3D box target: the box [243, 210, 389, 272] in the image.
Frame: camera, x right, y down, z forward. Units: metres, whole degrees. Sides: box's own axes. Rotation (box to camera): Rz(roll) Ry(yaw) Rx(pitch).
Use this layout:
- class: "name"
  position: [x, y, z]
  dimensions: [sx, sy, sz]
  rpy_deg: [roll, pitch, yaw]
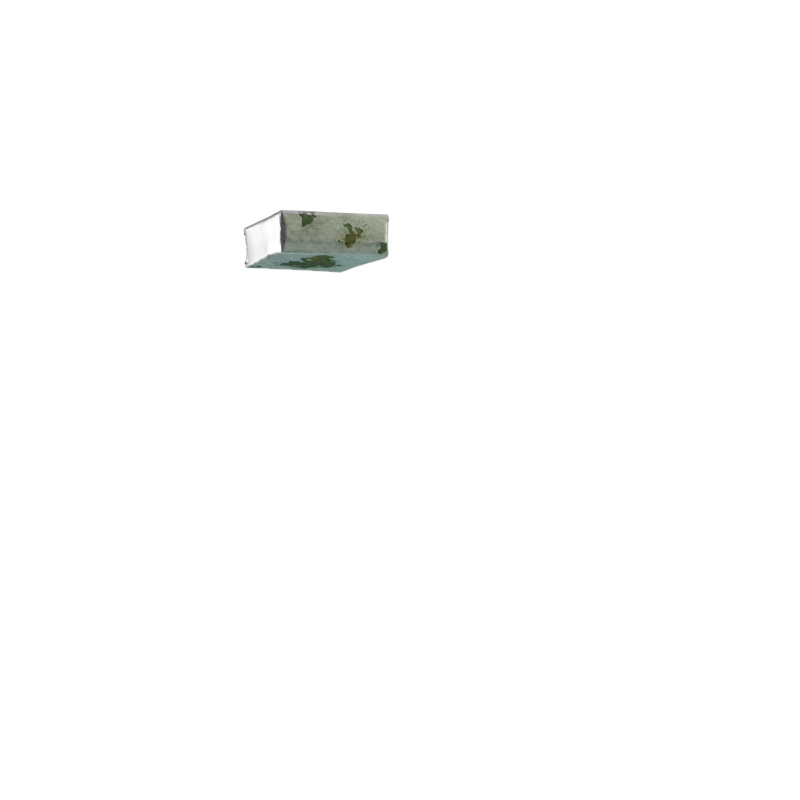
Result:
- class: "box"
  position: [-0.070, -0.128, 0.899]
  dimensions: [0.087, 0.039, 0.115]
  rpy_deg: [1, -2, -21]
